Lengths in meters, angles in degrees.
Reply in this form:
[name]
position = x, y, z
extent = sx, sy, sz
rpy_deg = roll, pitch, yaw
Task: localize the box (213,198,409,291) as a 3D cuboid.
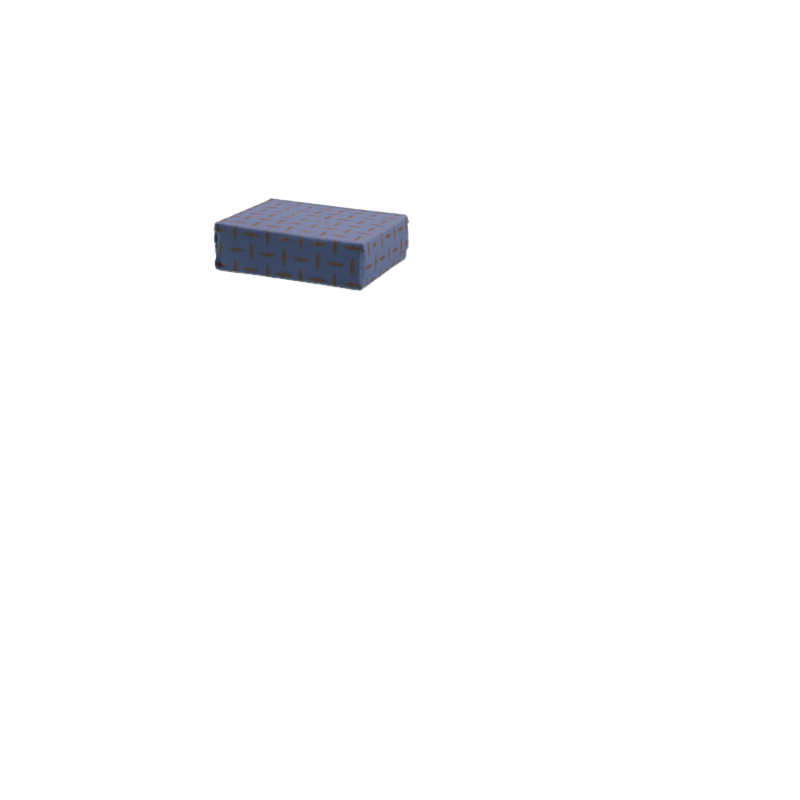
[box]
position = -0.061, -0.111, 0.776
extent = 0.117, 0.037, 0.090
rpy_deg = 8, 21, 21
